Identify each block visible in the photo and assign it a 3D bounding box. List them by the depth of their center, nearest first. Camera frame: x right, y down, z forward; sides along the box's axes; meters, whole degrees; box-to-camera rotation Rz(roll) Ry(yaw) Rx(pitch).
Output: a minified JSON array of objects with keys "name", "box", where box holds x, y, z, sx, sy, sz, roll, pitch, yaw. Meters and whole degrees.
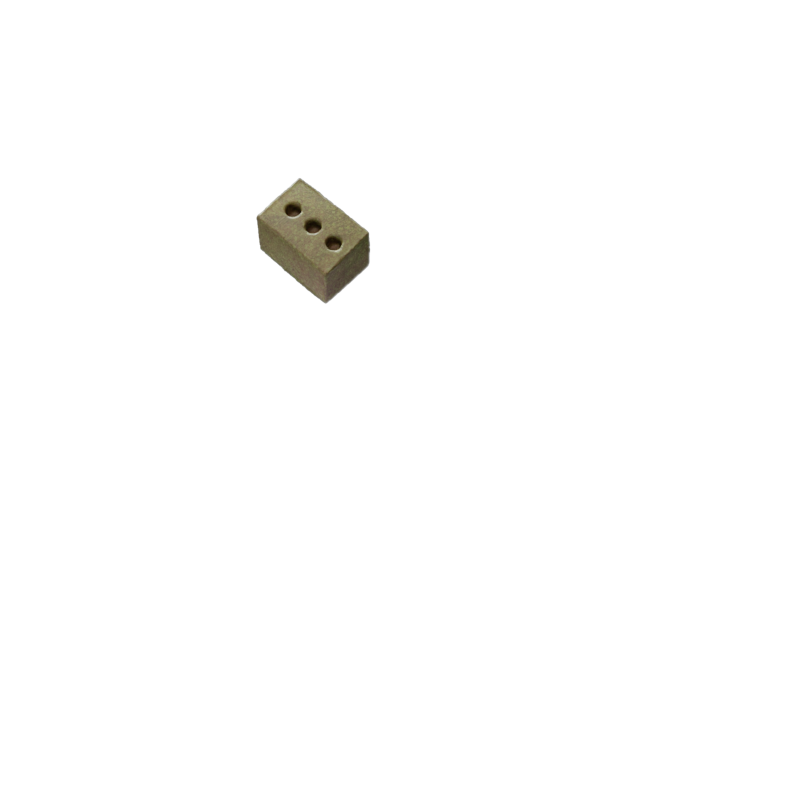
[{"name":"block","box":[-0.069,-0.126,0.885,0.082,0.053,0.048,39,-21,17]}]
